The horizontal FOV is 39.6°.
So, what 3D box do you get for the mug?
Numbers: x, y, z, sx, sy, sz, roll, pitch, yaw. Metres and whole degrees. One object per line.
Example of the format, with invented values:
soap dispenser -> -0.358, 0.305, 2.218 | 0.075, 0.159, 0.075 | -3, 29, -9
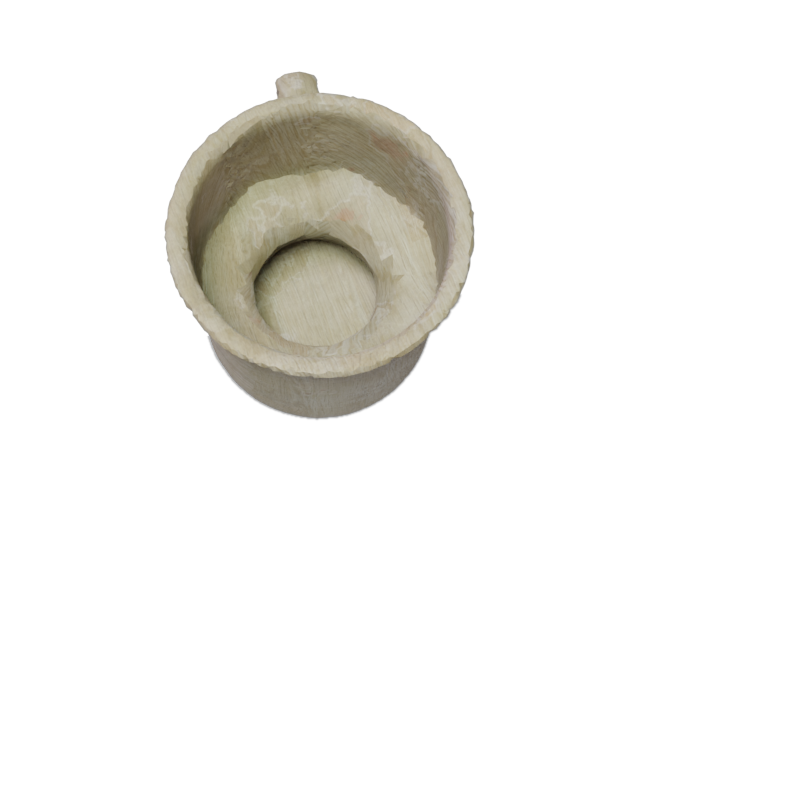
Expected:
mug -> -0.029, -0.053, 0.374 | 0.093, 0.123, 0.078 | -10, -19, -5
